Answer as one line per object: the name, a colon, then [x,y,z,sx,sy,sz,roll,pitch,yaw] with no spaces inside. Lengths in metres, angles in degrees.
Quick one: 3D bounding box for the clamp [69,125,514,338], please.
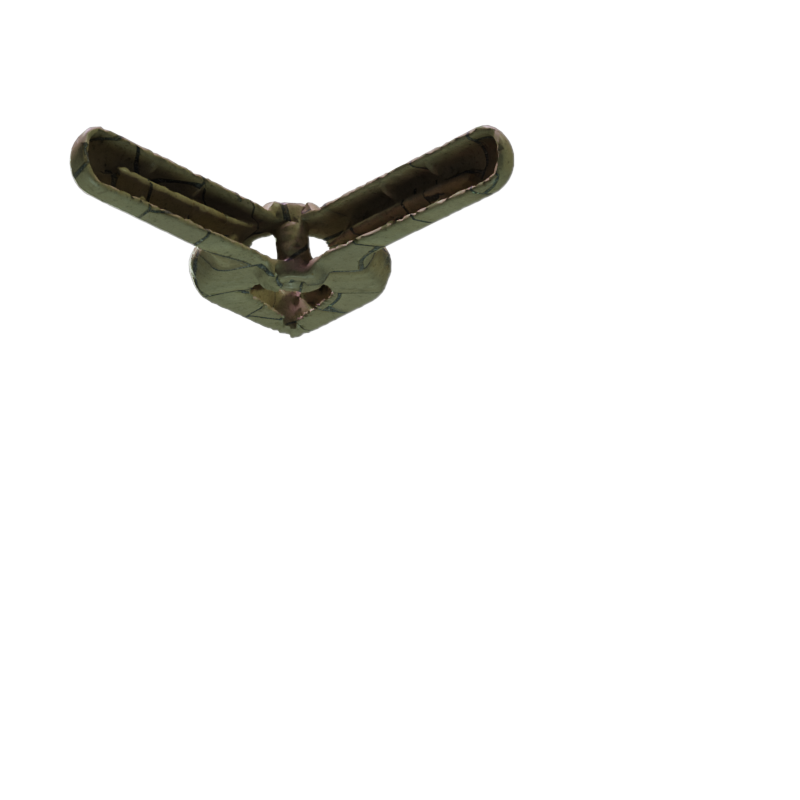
clamp: [-0.038,-0.070,0.491,0.165,0.038,0.201,-1,-14,3]
